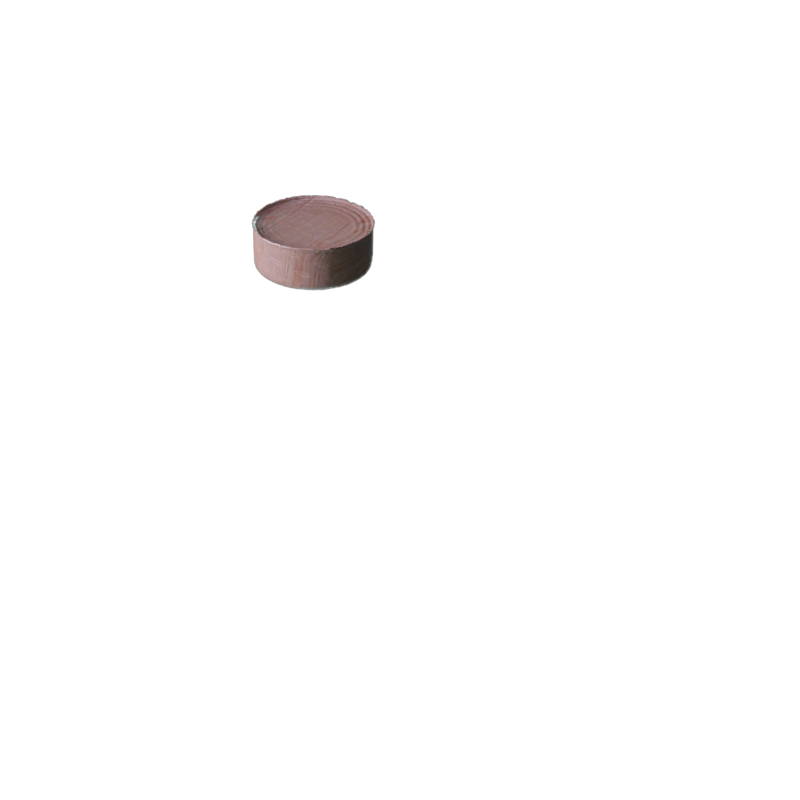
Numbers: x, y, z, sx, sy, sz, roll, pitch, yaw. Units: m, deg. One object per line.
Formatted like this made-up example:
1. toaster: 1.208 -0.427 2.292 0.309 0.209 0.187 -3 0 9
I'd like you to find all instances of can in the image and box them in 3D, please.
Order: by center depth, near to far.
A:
1. can: -0.061 -0.111 0.780 0.086 0.032 0.091 -1 33 -2
